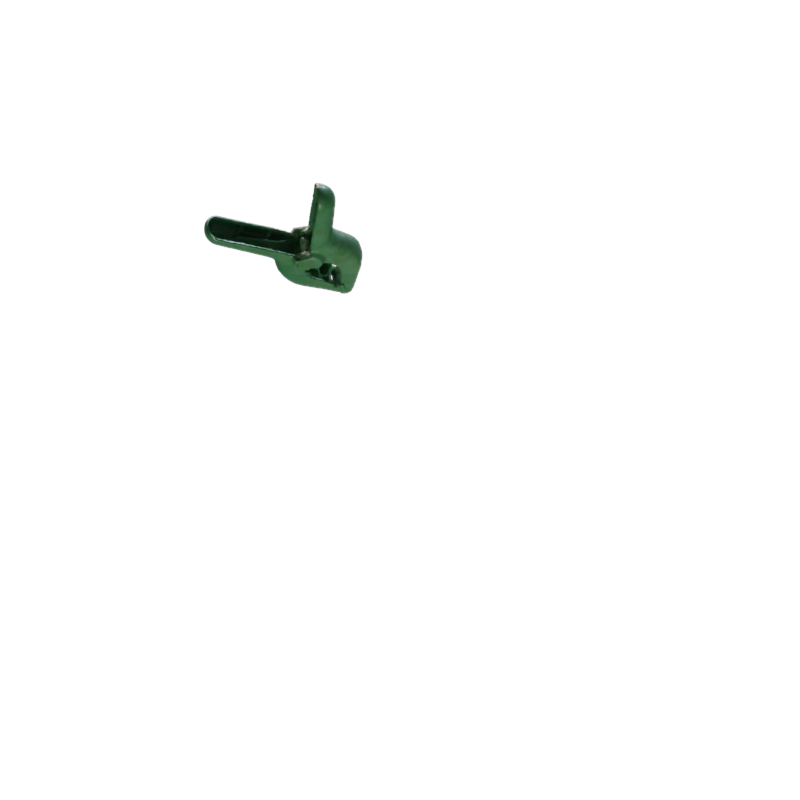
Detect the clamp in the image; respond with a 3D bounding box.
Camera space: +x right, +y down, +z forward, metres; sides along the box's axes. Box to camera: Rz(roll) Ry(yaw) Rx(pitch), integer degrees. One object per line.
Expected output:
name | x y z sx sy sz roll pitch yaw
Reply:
clamp | -0.077 -0.140 0.980 0.122 0.041 0.161 -11 -19 32
